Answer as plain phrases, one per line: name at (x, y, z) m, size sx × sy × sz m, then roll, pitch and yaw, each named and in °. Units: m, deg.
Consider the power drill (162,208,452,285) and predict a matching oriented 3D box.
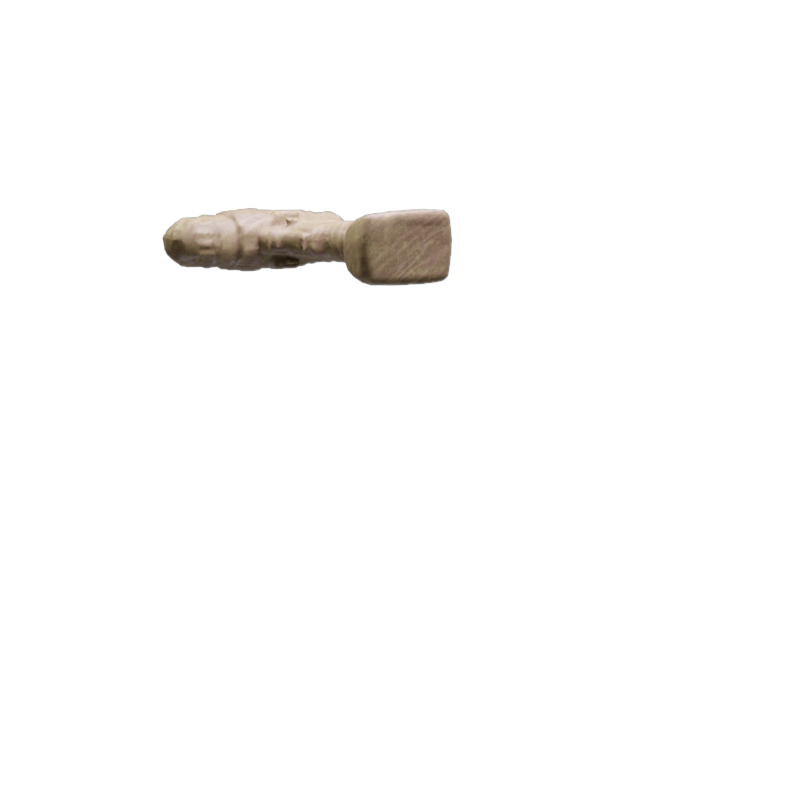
power drill at (-0.069, -0.125, 0.879) m, size 0.197 × 0.056 × 0.179 m, roll 12°, pitch 18°, yaw 44°
